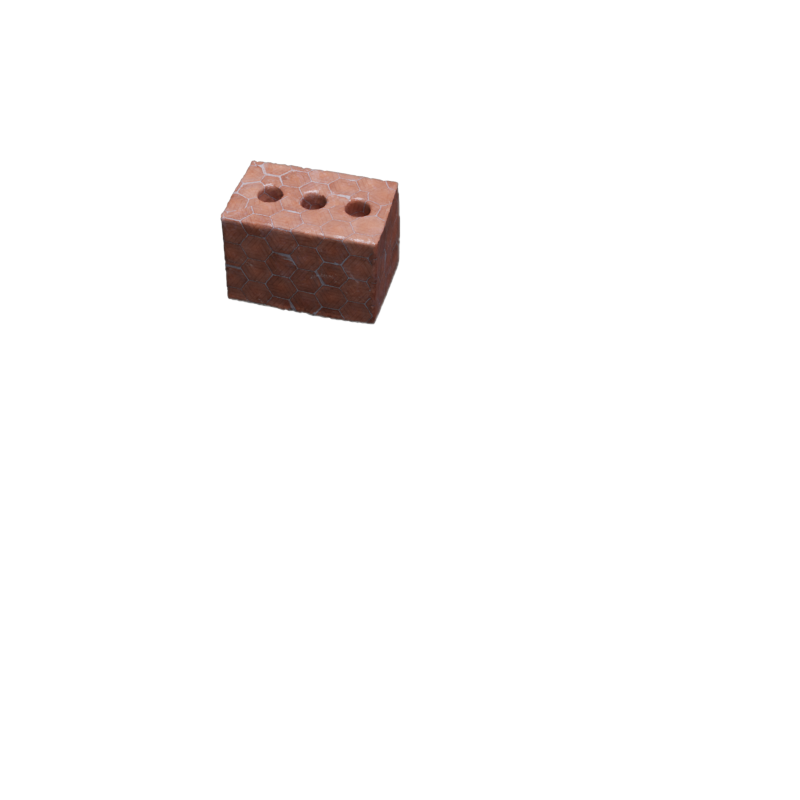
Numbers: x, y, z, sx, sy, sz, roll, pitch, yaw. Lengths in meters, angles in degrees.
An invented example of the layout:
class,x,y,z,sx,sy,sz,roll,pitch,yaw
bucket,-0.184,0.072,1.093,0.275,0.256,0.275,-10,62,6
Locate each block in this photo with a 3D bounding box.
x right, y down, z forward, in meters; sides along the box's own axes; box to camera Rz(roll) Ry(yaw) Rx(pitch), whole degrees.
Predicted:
class,x,y,z,sx,sy,sz,roll,pitch,yaw
block,-0.043,-0.078,0.543,0.079,0.048,0.055,10,42,10
